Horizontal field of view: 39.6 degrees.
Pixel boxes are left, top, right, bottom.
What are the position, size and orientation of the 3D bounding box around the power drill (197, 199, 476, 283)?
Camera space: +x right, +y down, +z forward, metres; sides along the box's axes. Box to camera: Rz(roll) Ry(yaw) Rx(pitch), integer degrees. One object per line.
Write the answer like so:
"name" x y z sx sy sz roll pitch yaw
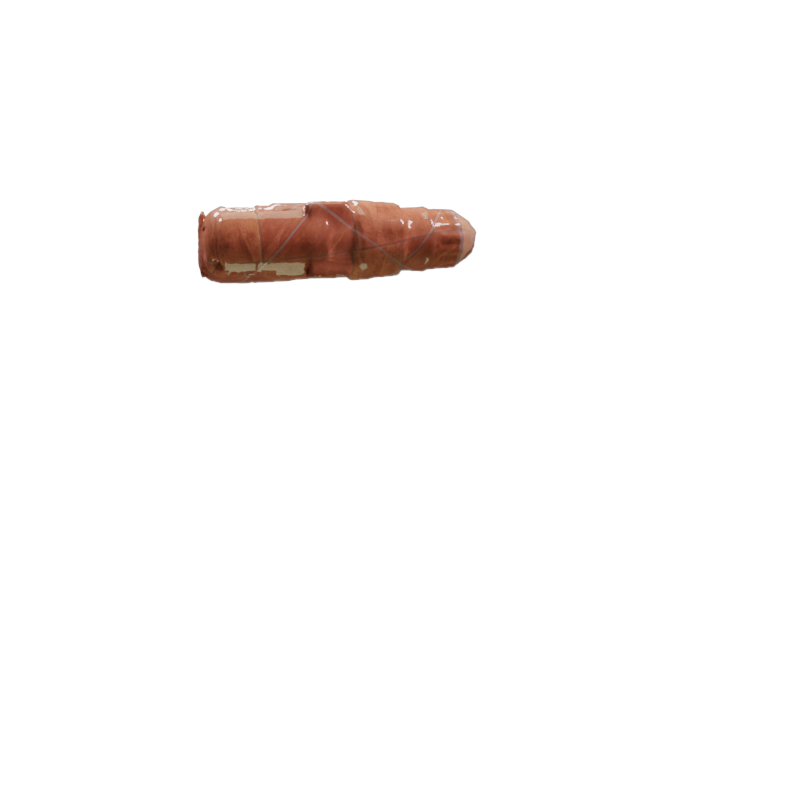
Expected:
"power drill" -0.062 -0.113 0.788 0.180 0.057 0.192 -1 5 -18
